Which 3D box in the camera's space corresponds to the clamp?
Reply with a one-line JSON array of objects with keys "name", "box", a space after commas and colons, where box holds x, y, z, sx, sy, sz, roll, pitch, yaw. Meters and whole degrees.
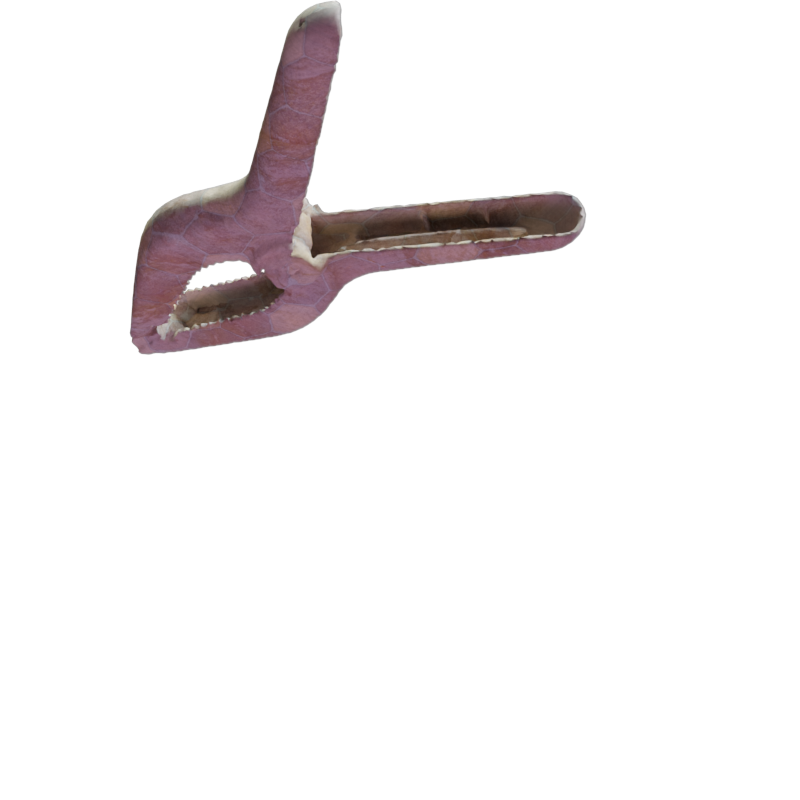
[{"name": "clamp", "box": [-0.038, -0.069, 0.482, 0.155, 0.039, 0.208, 26, -41, -34]}]
